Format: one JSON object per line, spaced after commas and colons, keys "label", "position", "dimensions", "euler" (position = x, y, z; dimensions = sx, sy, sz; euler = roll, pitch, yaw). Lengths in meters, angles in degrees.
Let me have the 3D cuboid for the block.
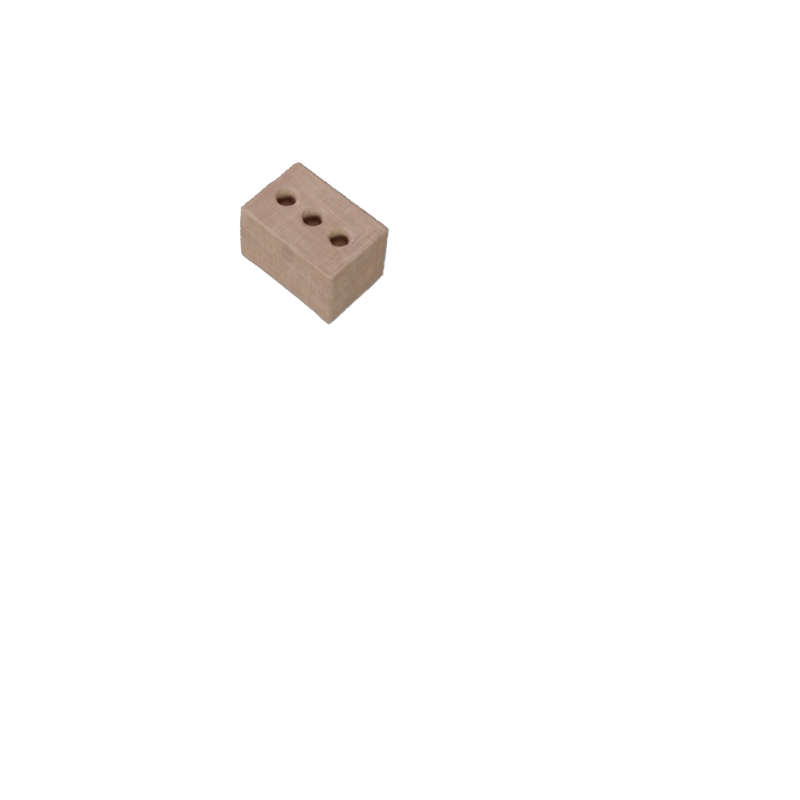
{"label": "block", "position": [-0.053, -0.097, 0.676], "dimensions": [0.082, 0.053, 0.048], "euler": [38, -26, 21]}
